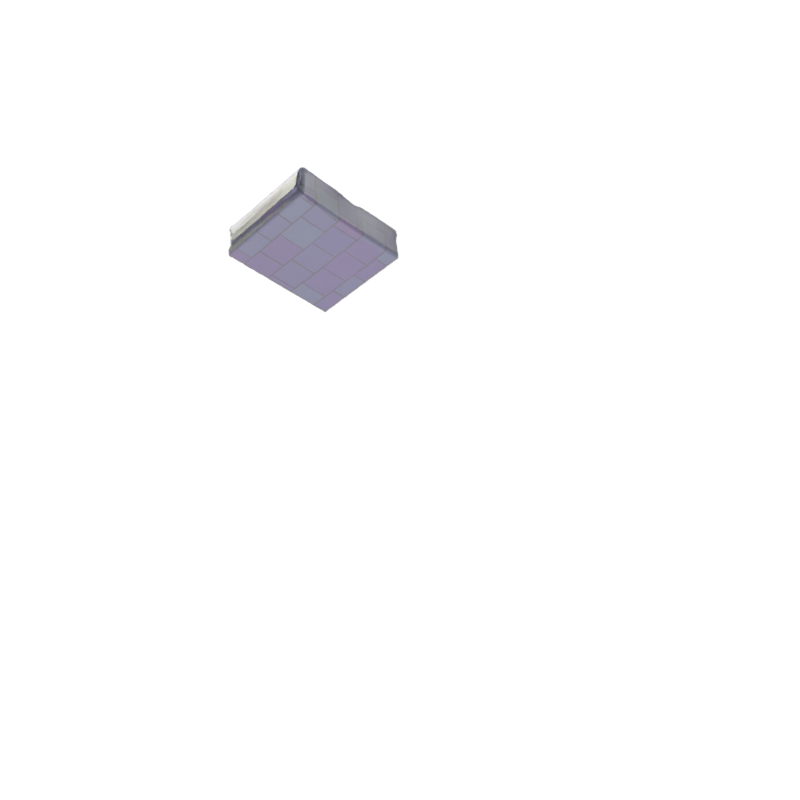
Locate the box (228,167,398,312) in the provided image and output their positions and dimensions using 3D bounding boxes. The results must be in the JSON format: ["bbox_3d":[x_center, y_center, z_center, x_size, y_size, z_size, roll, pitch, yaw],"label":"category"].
[{"bbox_3d":[-0.058,-0.105,0.735,0.084,0.032,0.072,31,-51,-31],"label":"box"}]
